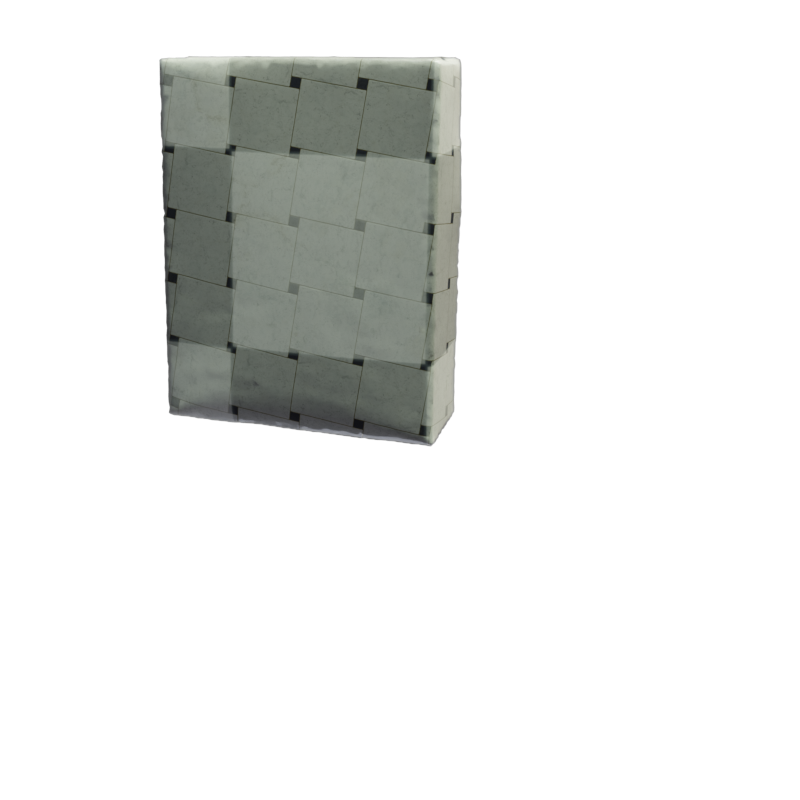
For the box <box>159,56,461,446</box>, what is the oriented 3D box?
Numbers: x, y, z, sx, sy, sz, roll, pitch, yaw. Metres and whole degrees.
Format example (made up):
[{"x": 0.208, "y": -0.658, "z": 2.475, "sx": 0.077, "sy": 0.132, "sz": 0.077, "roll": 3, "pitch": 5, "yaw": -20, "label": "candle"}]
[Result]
[{"x": -0.051, "y": -0.092, "z": 0.647, "sx": 0.168, "sy": 0.208, "sz": 0.072, "roll": 5, "pitch": 12, "yaw": 17, "label": "box"}]
